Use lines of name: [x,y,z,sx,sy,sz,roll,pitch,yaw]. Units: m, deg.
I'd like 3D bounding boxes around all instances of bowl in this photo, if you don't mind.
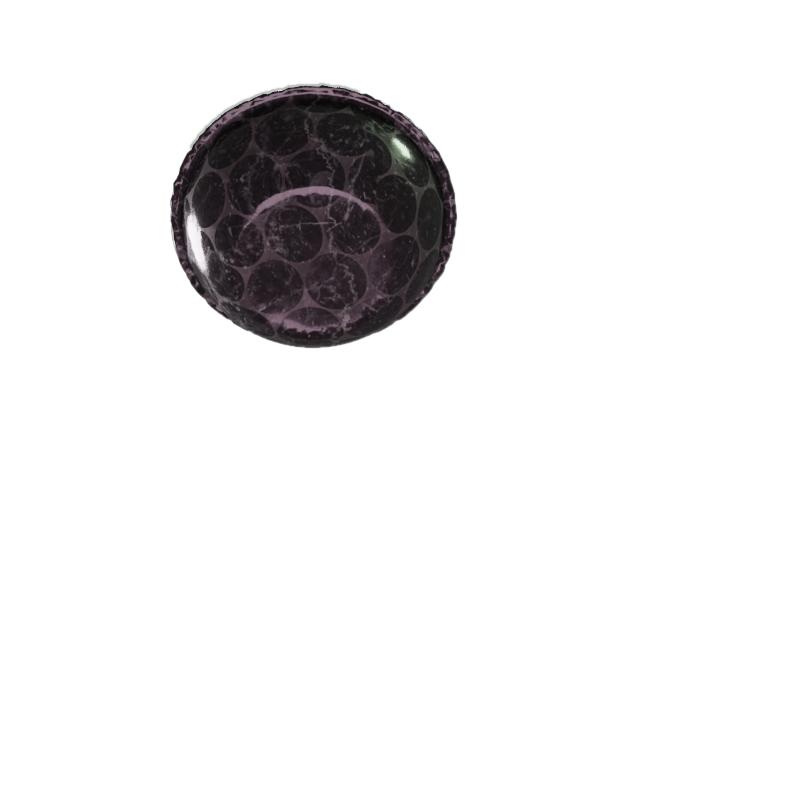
bowl: [-0.047,-0.086,0.602,0.162,0.153,0.058,1,28,-1]
